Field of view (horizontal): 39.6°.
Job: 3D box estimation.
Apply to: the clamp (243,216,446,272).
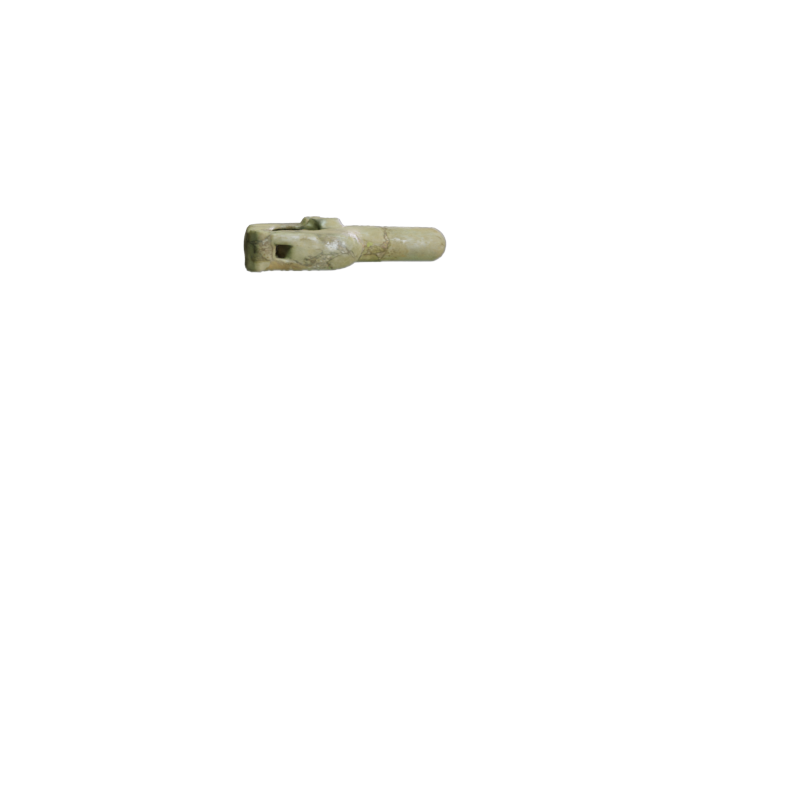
[{"bbox_3d":[-0.061,-0.111,0.776,0.125,0.039,0.166,6,10,38],"label":"clamp"}]
